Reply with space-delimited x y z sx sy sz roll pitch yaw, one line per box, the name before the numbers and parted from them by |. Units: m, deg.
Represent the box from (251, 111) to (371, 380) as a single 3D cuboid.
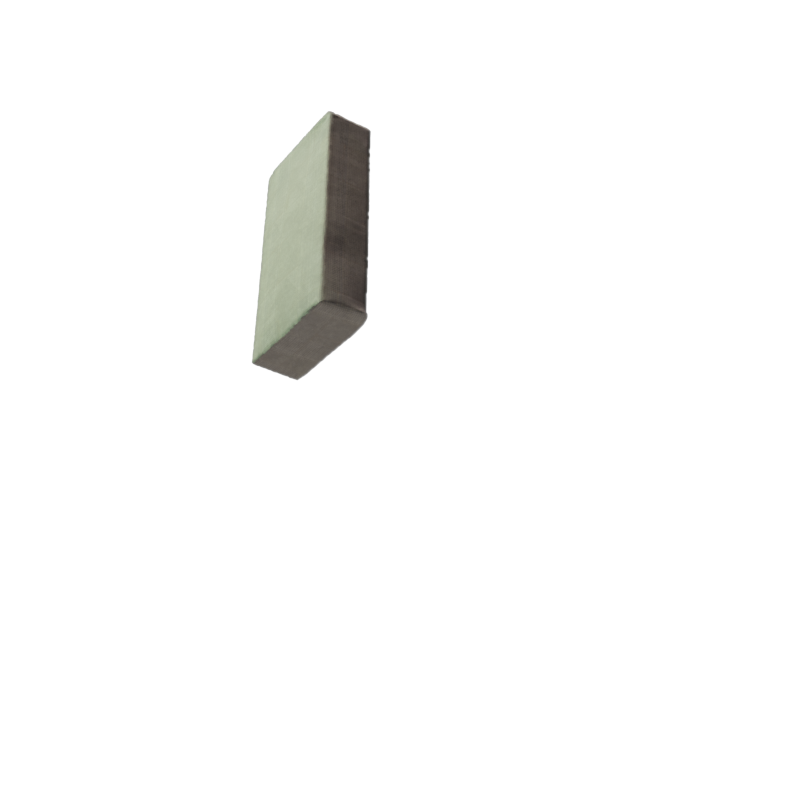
box | -0.063 -0.114 0.800 0.046 0.189 0.092 20 -41 -30
